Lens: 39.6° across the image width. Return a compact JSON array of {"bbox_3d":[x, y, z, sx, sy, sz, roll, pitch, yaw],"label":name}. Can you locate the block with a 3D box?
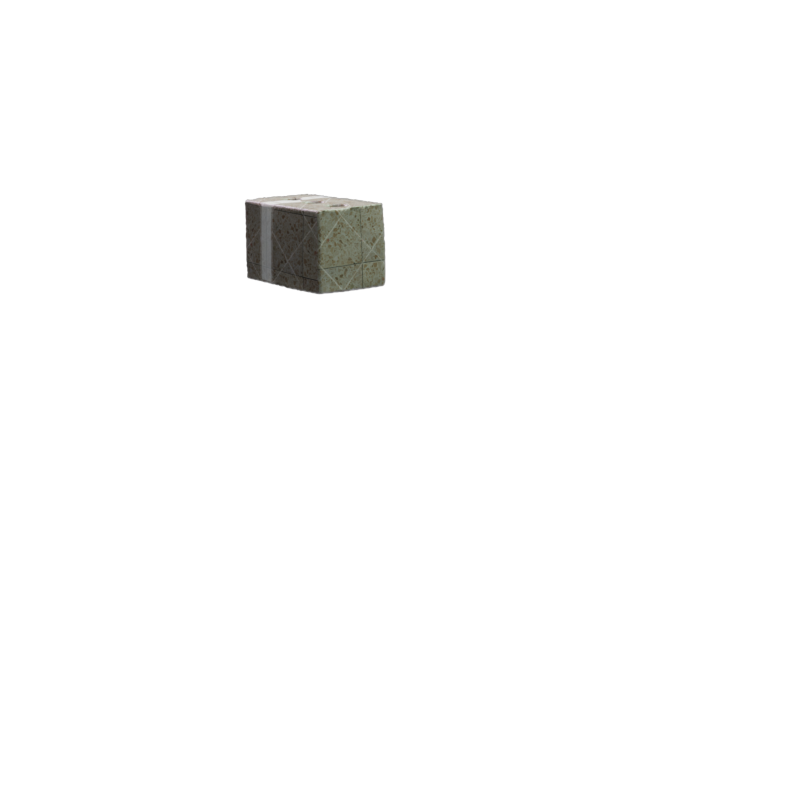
[{"bbox_3d":[-0.054,-0.098,0.687,0.051,0.050,0.082,-10,17,-40],"label":"block"}]
